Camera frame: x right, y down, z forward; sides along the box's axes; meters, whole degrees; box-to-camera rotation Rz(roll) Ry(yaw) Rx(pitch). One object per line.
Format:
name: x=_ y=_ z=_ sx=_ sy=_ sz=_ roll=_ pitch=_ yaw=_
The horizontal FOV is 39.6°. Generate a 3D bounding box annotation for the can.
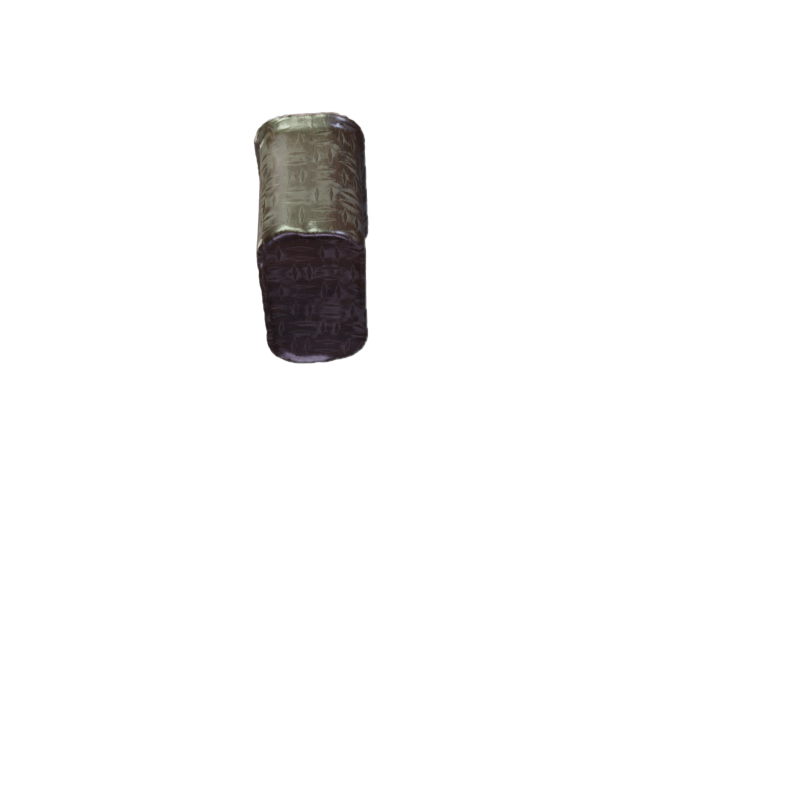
can: x=-0.044 y=-0.081 z=0.565 sx=0.057 sy=0.090 sz=0.095 roll=-2 pitch=-40 yaw=0
